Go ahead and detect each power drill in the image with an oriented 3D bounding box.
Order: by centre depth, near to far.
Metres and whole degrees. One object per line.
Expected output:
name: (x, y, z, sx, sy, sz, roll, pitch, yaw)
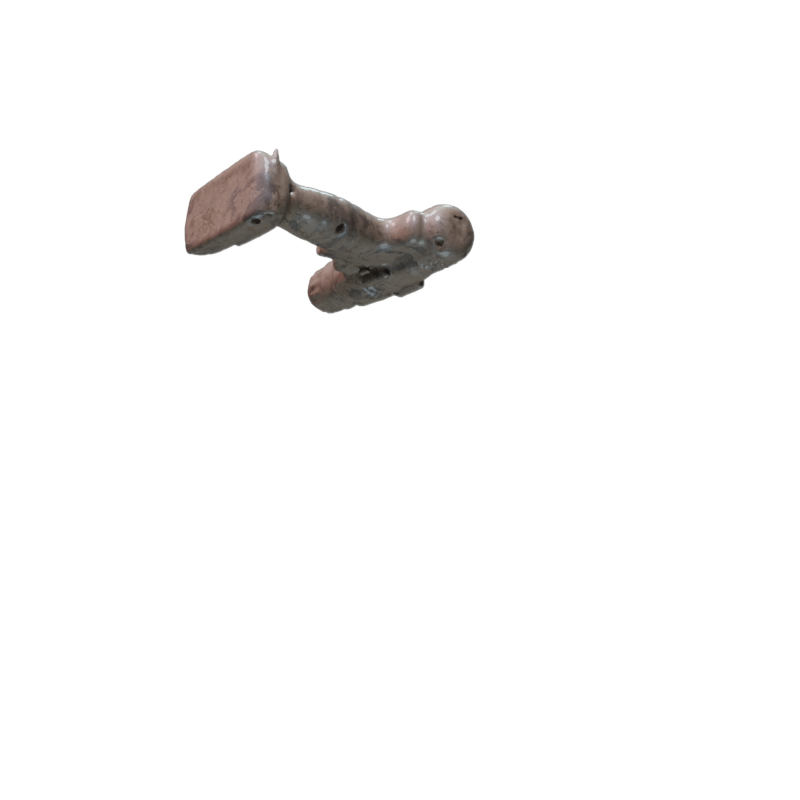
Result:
power drill: (-0.066, -0.121, 0.849, 0.178, 0.060, 0.185, 13, -22, -35)
